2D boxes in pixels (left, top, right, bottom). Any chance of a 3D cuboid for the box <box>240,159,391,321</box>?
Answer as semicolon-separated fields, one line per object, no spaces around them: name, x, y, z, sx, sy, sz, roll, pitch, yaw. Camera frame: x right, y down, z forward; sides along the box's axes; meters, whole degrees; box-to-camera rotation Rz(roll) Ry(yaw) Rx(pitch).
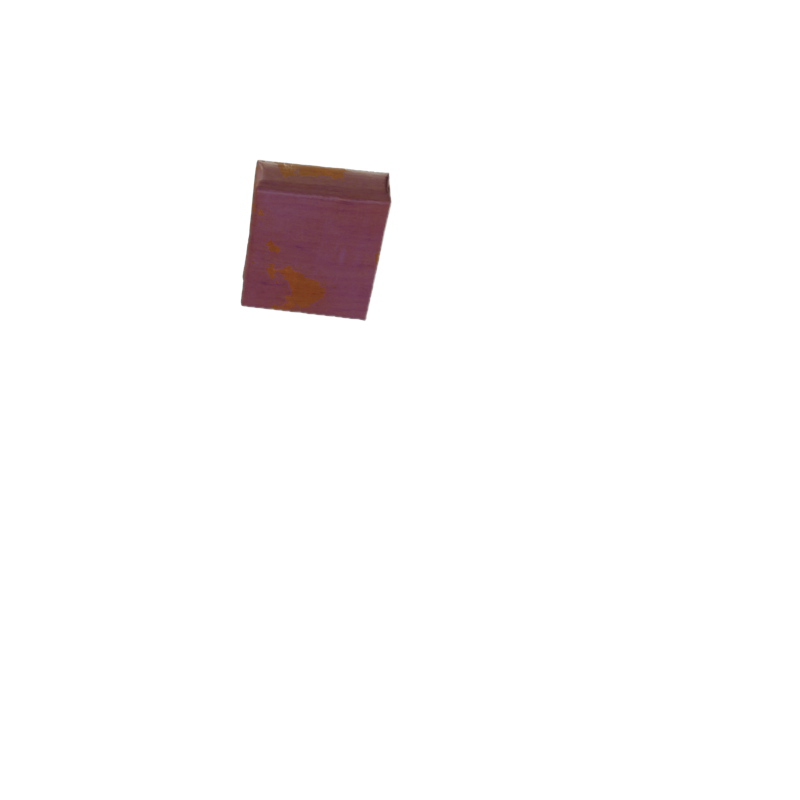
box;-0.048;-0.088;0.615;0.072;0.084;0.032;6;43;-7
